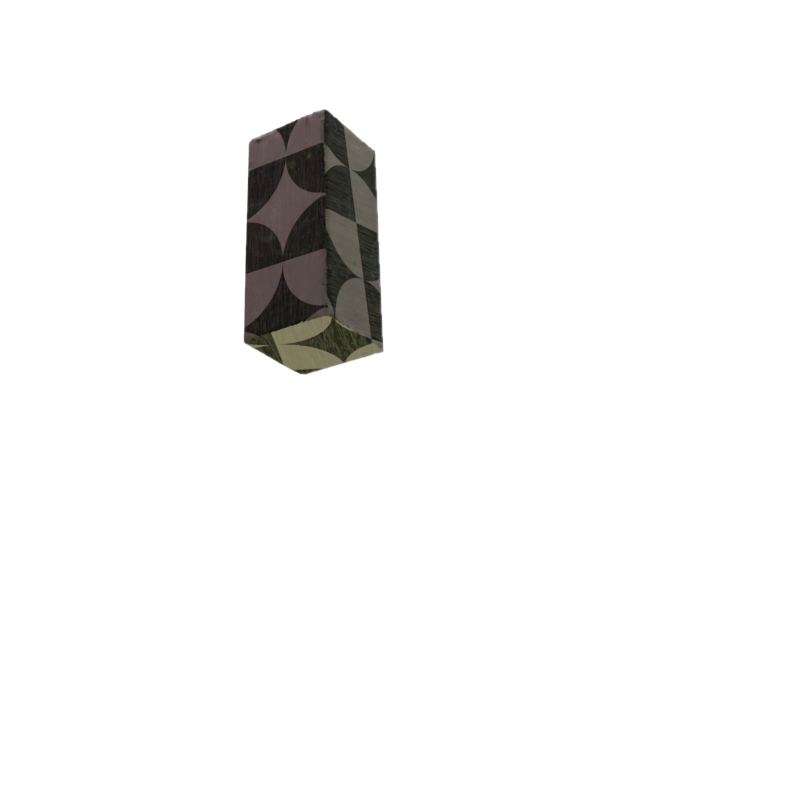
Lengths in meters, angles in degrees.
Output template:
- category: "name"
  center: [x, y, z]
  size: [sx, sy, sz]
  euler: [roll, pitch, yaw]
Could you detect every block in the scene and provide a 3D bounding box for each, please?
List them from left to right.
- category: "block"
  center: [-0.078, -0.141, 0.990]
  size: [0.092, 0.219, 0.084]
  euler: [-18, -32, 29]
